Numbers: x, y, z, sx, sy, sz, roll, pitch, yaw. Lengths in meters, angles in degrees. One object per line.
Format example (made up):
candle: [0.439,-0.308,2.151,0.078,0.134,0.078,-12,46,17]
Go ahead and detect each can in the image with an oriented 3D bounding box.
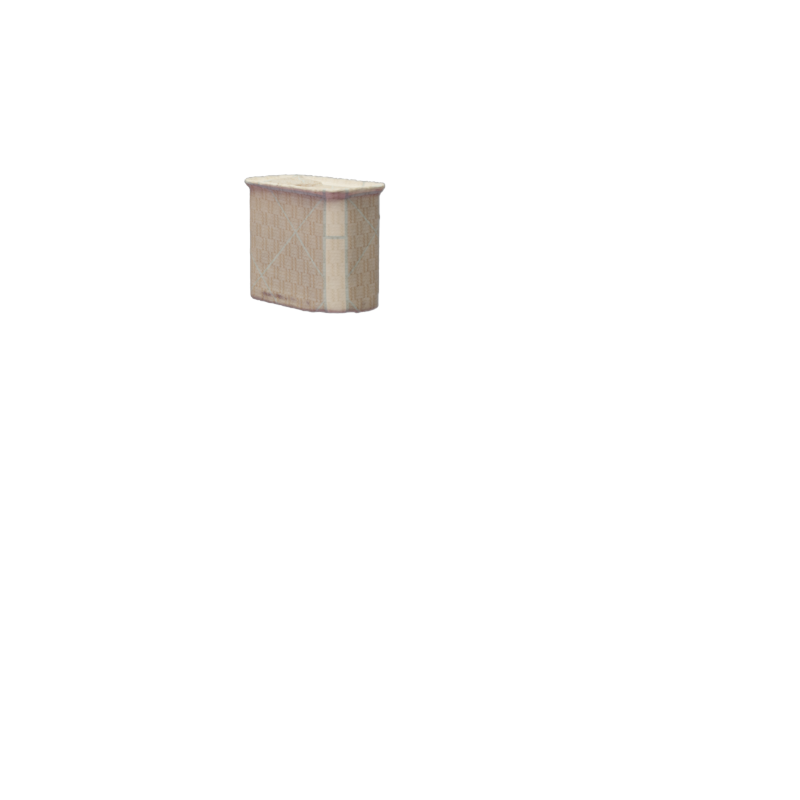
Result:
can: [-0.059,-0.108,0.753,0.056,0.082,0.107,-11,18,-43]
